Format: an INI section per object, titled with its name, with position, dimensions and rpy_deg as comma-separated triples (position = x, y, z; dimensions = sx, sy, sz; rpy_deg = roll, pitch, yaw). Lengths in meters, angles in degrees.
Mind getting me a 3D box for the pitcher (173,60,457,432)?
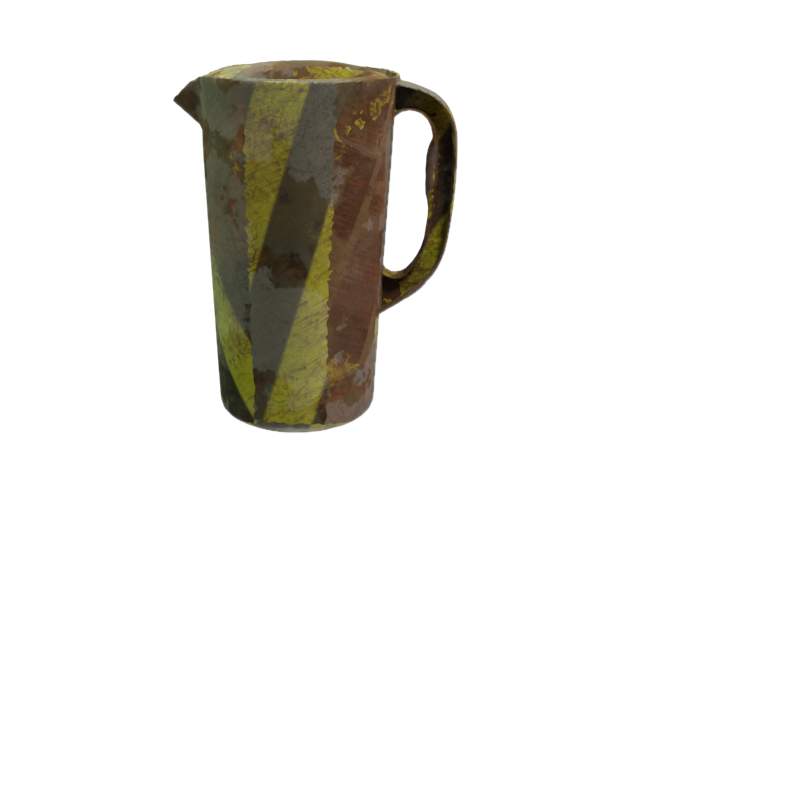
[pitcher]
position = -0.059, -0.107, 0.752
dimensions = 0.142, 0.234, 0.158
rpy_deg = -13, 22, -40
